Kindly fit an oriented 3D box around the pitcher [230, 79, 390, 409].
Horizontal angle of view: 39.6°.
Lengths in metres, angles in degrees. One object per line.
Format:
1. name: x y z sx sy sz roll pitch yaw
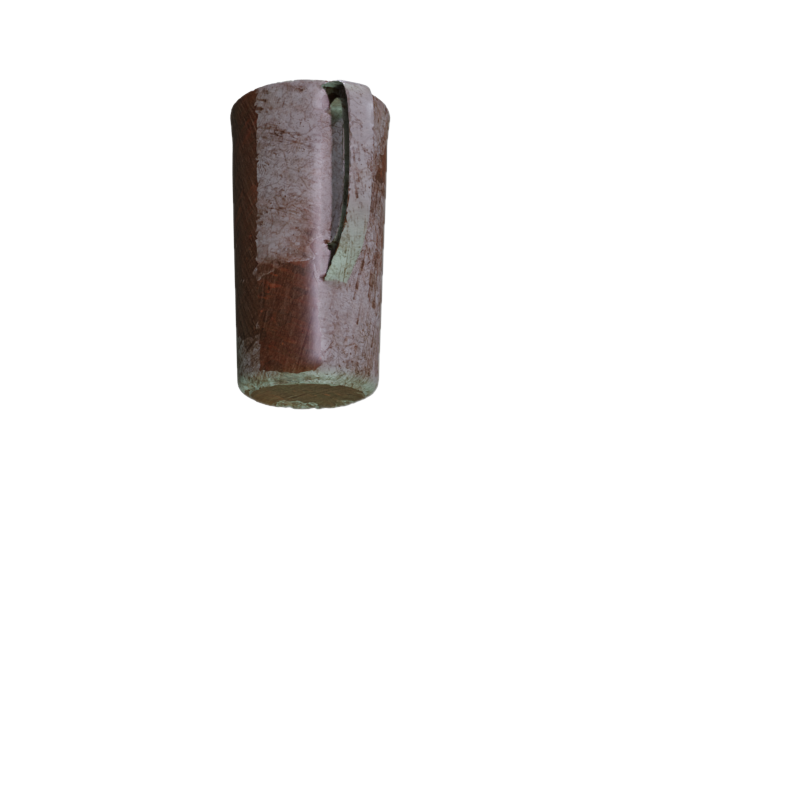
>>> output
1. pitcher: -0.068 -0.124 0.872 0.147 0.254 0.140 -8 -20 18
